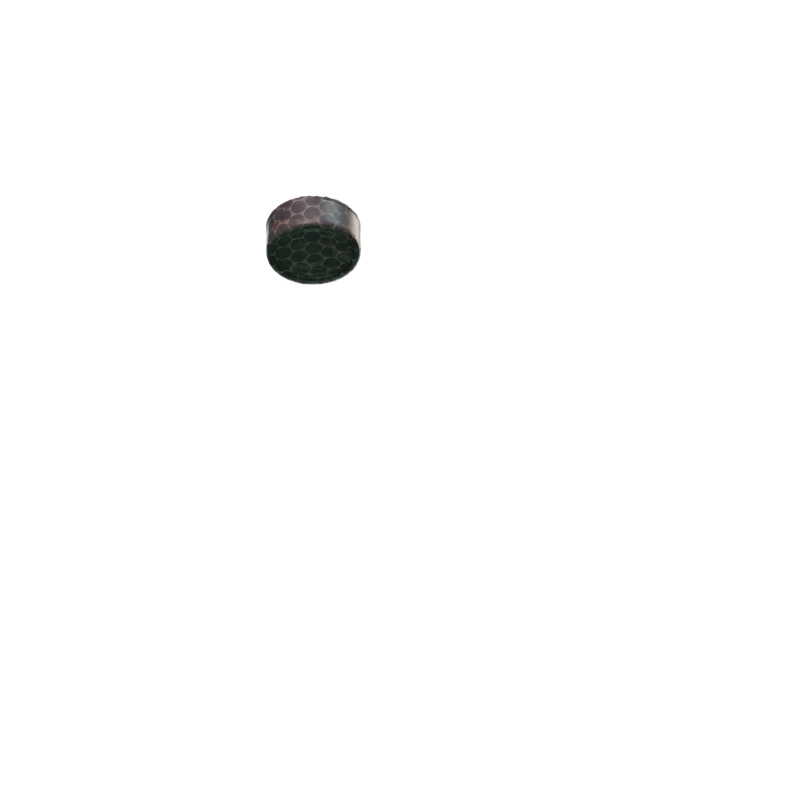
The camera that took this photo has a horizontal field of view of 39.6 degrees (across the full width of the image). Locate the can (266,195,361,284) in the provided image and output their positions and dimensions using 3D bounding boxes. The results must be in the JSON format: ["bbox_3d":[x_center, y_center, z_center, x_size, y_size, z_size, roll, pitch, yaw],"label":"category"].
[{"bbox_3d":[-0.077,-0.141,0.989,0.086,0.036,0.080,1,-37,-2],"label":"can"}]
